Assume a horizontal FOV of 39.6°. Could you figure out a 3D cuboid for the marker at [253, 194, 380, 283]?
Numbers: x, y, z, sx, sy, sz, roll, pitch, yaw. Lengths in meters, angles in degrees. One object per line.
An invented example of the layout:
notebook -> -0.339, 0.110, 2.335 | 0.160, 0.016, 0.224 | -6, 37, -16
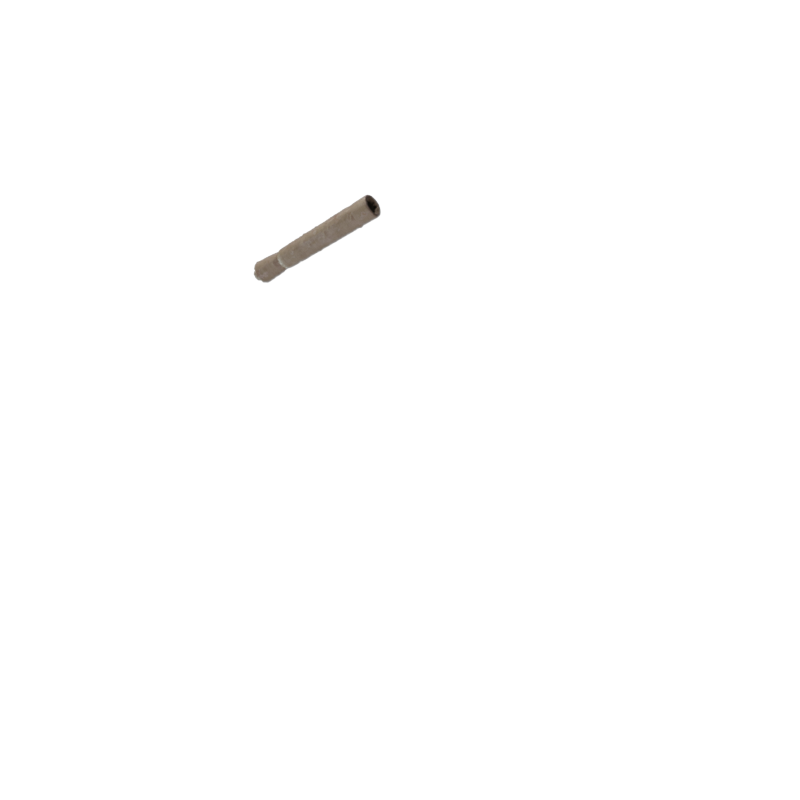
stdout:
marker -> -0.067, -0.122, 0.852 | 0.121, 0.020, 0.019 | -26, -11, 31
